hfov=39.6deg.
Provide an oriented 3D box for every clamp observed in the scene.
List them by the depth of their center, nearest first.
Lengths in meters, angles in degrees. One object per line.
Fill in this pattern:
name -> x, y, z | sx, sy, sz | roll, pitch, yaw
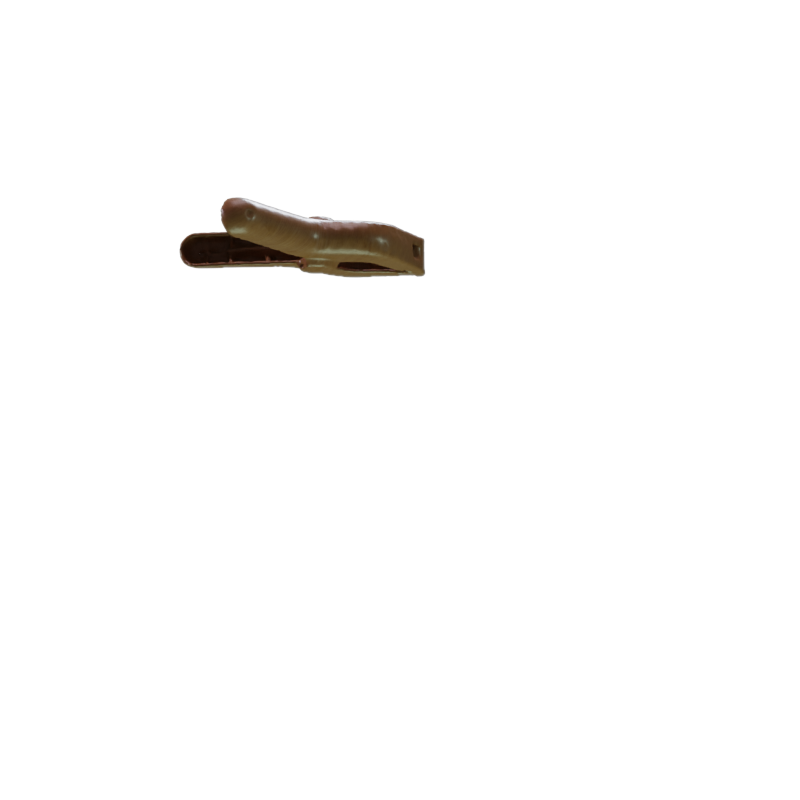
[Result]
clamp -> -0.059, -0.107, 0.749 | 0.168, 0.040, 0.121 | 0, 0, -13
